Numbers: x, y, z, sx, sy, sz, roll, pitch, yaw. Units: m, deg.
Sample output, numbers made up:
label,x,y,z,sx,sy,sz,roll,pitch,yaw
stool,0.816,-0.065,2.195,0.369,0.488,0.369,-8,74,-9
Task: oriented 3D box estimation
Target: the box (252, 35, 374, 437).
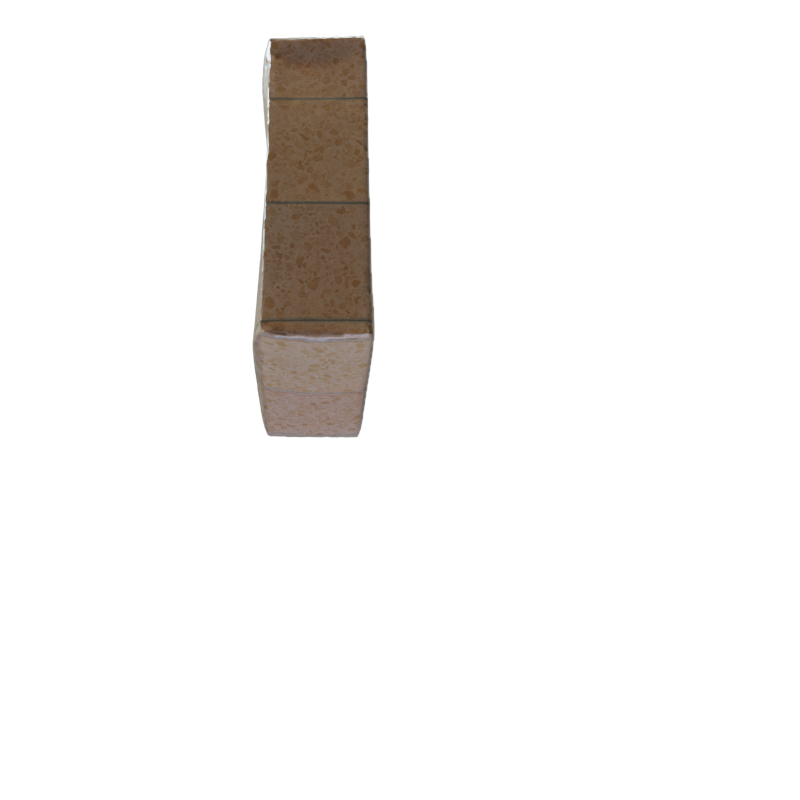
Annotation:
label,x,y,z,sx,sy,sz,roll,pitch,yaw
box,-0.057,-0.103,0.723,0.072,0.227,0.155,0,-26,-4
